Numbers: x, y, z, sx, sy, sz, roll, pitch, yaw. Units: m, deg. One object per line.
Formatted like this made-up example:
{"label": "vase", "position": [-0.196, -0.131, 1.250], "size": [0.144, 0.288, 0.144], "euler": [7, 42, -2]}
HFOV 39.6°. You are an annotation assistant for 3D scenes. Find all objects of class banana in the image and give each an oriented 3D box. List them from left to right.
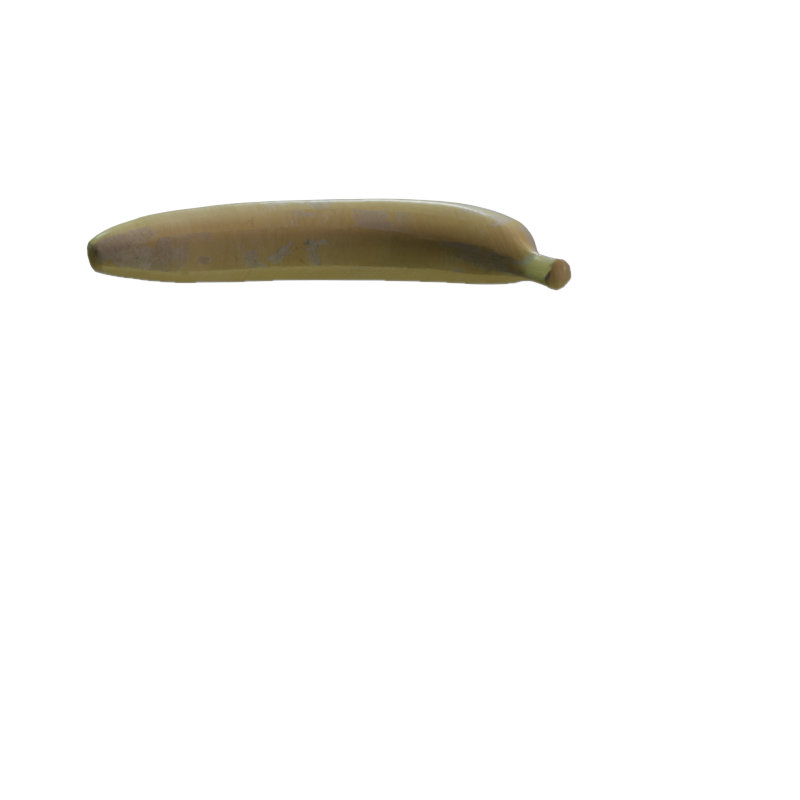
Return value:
{"label": "banana", "position": [-0.030, -0.068, 0.473], "size": [0.200, 0.036, 0.069], "euler": [1, 7, 9]}
